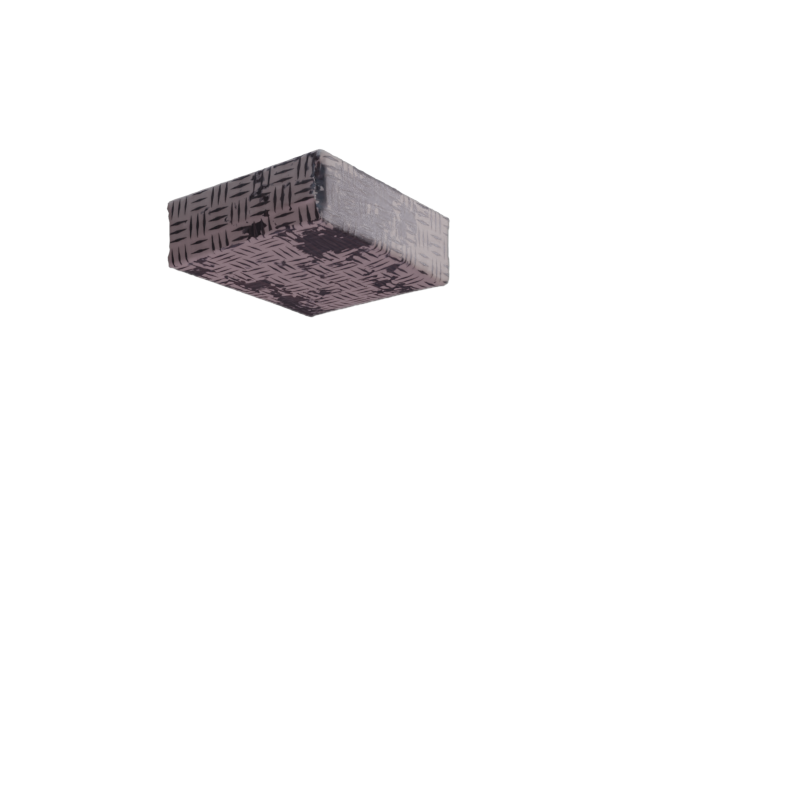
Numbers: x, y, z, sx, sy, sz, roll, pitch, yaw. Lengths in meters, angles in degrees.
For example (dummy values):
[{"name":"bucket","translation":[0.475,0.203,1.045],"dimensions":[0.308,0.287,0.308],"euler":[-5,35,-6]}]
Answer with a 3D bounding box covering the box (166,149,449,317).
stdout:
[{"name":"box","translation":[-0.041,-0.075,0.528],"dimensions":[0.092,0.041,0.106],"euler":[-10,-18,33]}]
